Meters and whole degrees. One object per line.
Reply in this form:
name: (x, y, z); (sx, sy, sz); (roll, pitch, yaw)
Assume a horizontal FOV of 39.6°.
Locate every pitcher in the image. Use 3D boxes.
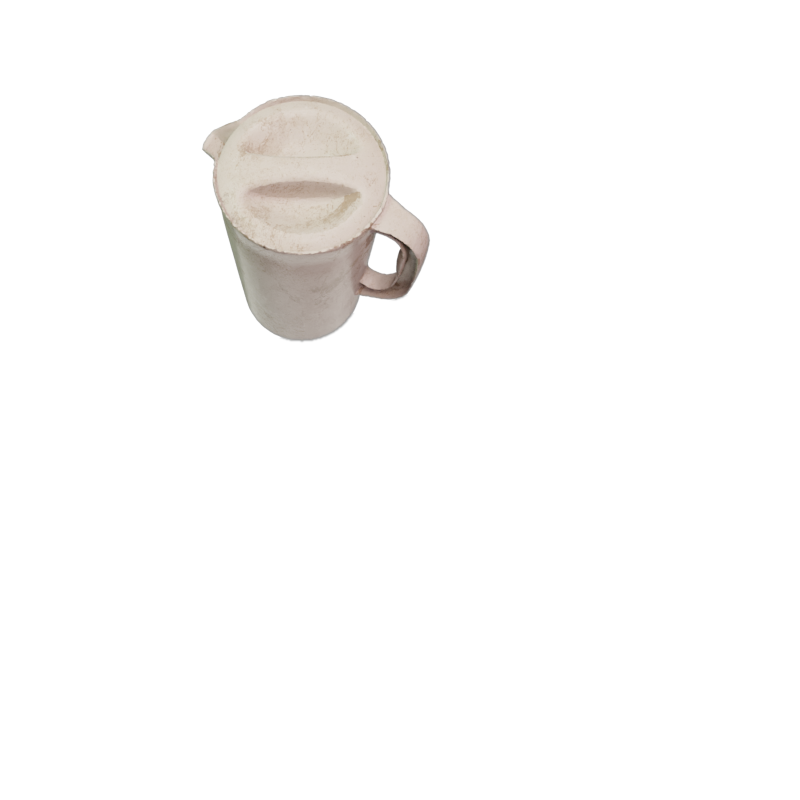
pitcher: (-0.072, -0.132, 0.924); (0.144, 0.157, 0.232); (-18, -17, -9)
